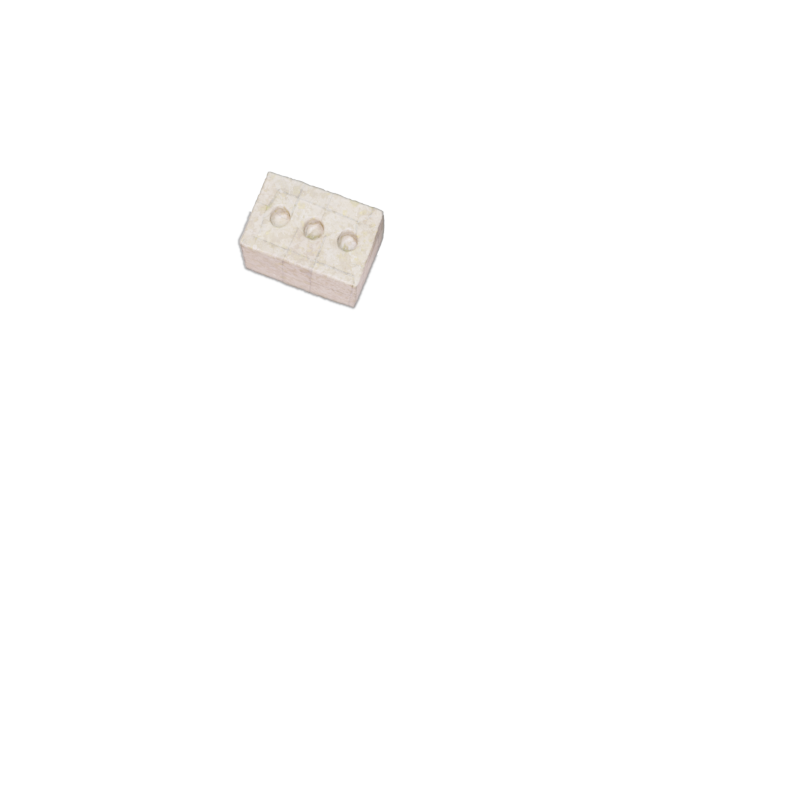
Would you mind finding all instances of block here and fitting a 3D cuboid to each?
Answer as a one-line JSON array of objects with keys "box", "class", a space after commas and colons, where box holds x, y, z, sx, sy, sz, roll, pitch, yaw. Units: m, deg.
[{"box": [-0.054, -0.098, 0.690, 0.079, 0.054, 0.049, 19, -15, 4], "class": "block"}]
